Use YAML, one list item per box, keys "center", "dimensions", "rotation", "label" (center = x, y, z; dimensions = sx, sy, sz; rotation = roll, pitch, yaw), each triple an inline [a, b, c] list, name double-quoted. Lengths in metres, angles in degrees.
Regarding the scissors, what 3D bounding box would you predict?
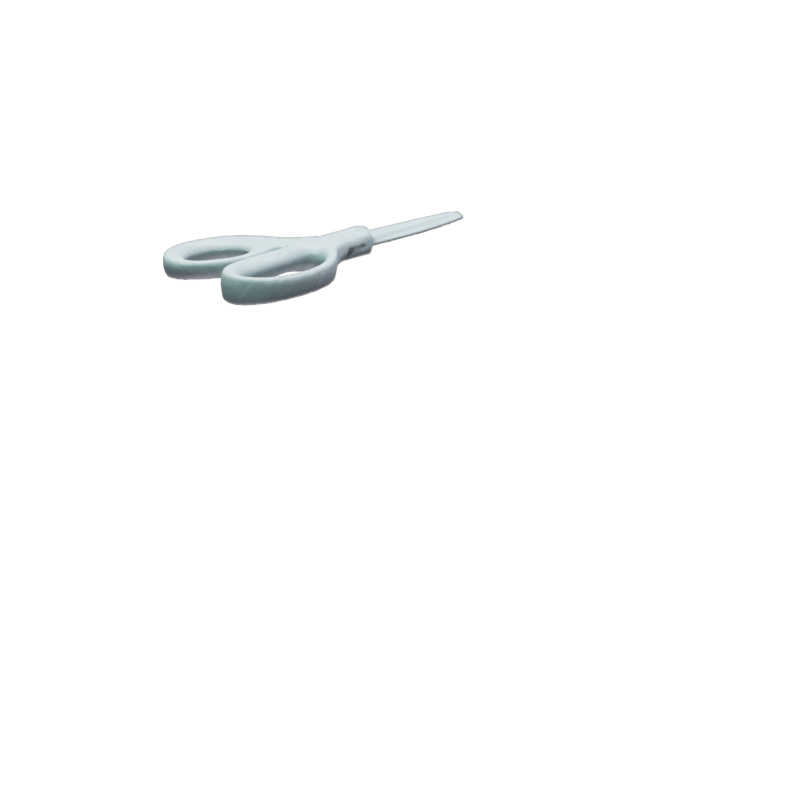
- center: [-0.046, -0.083, 0.584]
  dimensions: [0.100, 0.015, 0.202]
  rotation: [9, 22, 22]
  label: "scissors"
